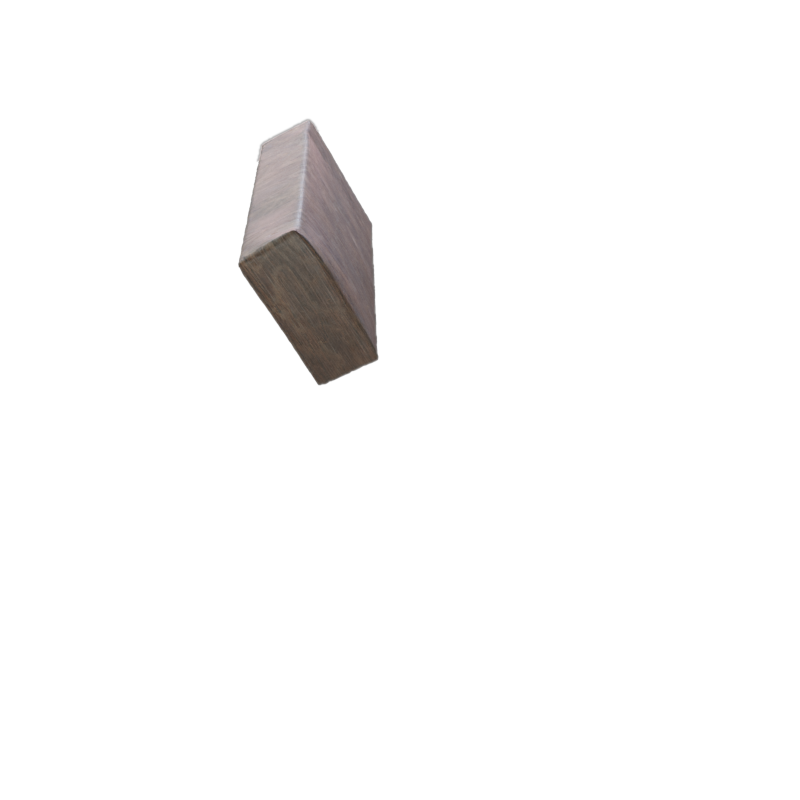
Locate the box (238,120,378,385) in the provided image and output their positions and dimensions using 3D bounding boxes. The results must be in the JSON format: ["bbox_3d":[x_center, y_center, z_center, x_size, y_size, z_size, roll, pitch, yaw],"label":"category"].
[{"bbox_3d":[-0.054,-0.097,0.684,0.048,0.088,0.187,-27,28,11],"label":"box"}]
